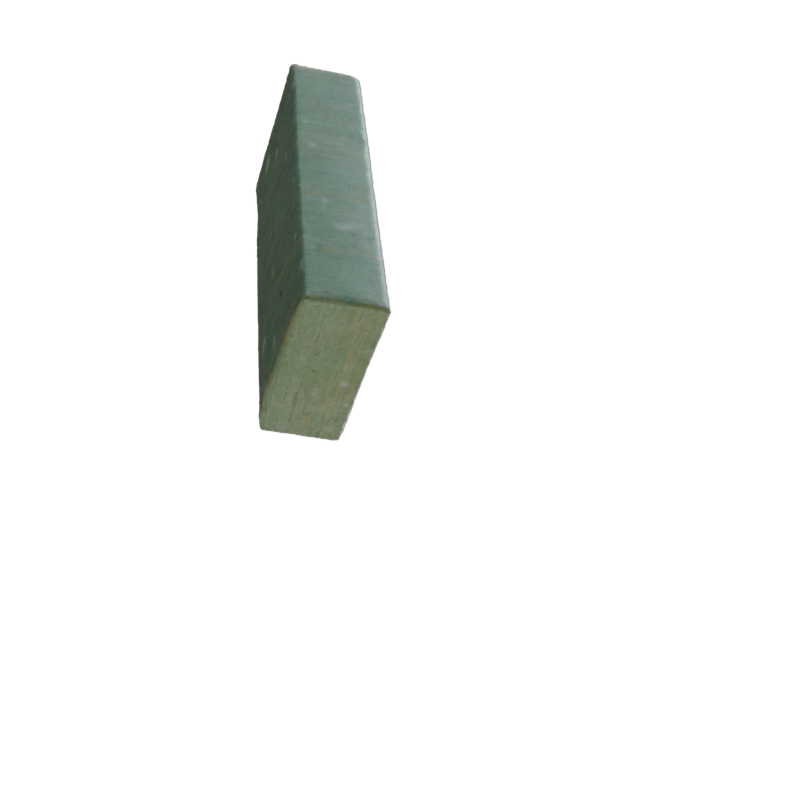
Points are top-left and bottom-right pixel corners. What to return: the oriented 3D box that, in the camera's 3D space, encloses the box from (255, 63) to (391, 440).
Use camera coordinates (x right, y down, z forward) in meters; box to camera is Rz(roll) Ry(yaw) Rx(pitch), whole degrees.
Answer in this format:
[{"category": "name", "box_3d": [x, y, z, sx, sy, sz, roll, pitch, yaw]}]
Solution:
[{"category": "box", "box_3d": [-0.043, -0.079, 0.551, 0.047, 0.189, 0.089, 10, -45, -14]}]
